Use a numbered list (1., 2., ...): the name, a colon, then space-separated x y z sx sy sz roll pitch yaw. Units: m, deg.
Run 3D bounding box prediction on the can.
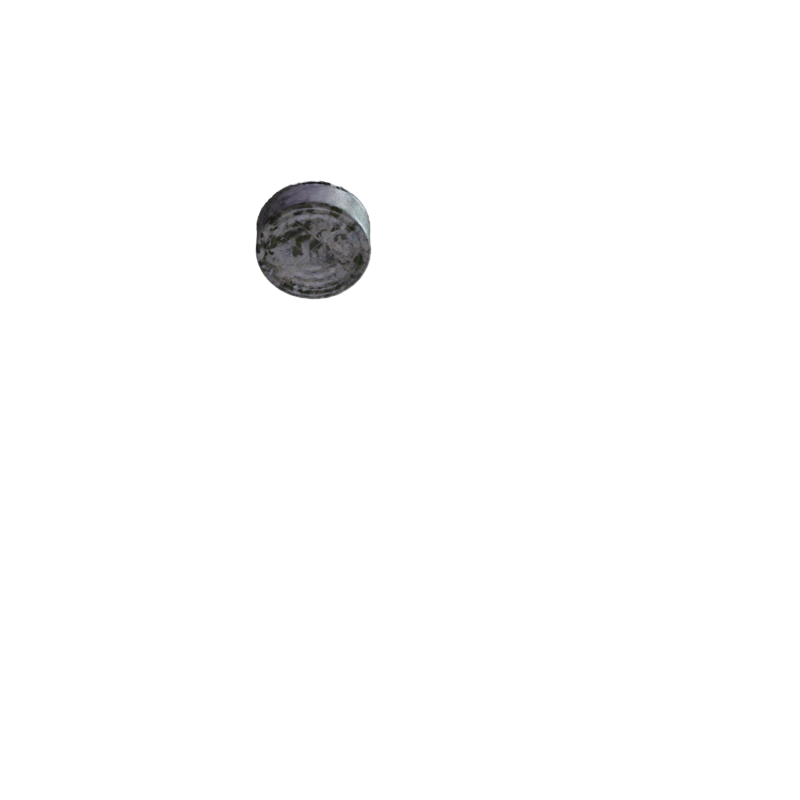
1. can: -0.064 -0.117 0.817 0.086 0.080 0.036 1 37 -1
